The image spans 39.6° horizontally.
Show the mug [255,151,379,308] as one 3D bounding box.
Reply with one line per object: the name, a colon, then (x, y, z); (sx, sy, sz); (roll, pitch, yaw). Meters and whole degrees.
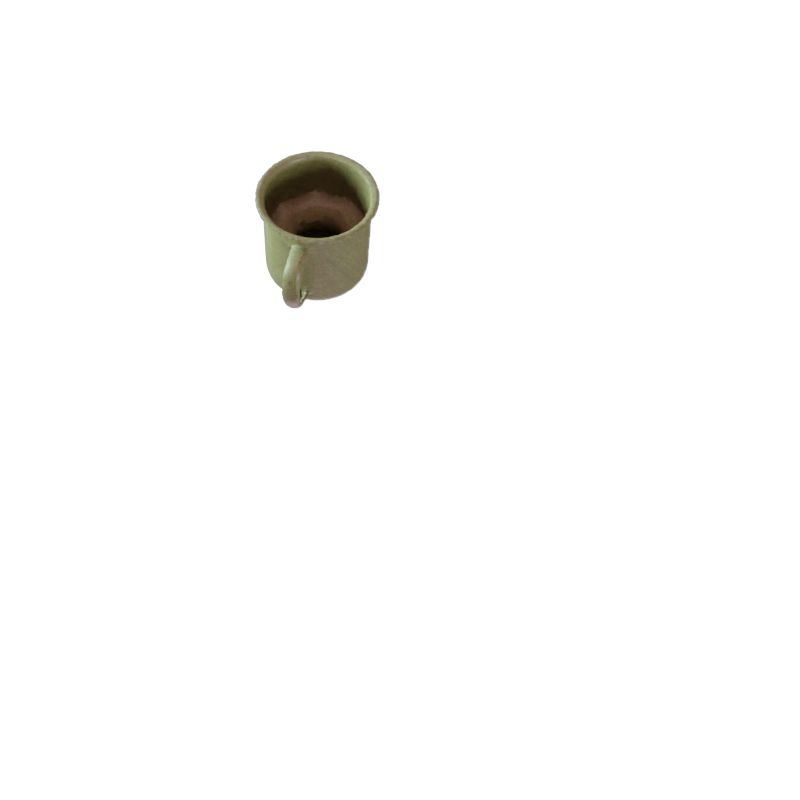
mug: (-0.066, -0.121, 0.849); (0.094, 0.124, 0.076); (11, -36, 6)
